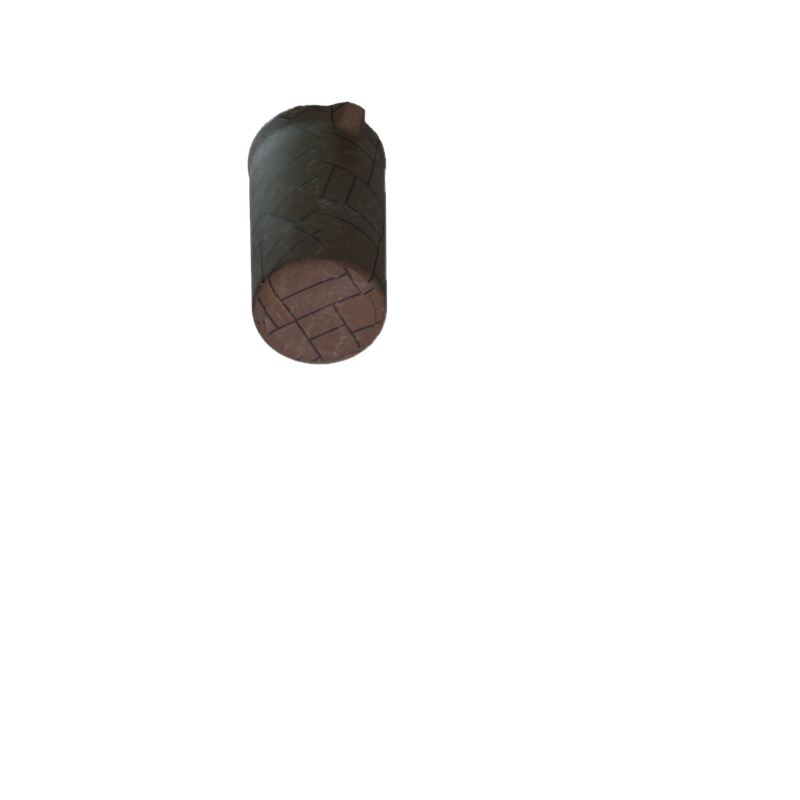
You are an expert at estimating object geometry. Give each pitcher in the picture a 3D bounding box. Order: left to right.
[{"bbox_3d":[-0.076,-0.139,0.975,0.146,0.138,0.260,-14,39,8],"label":"pitcher"}]
